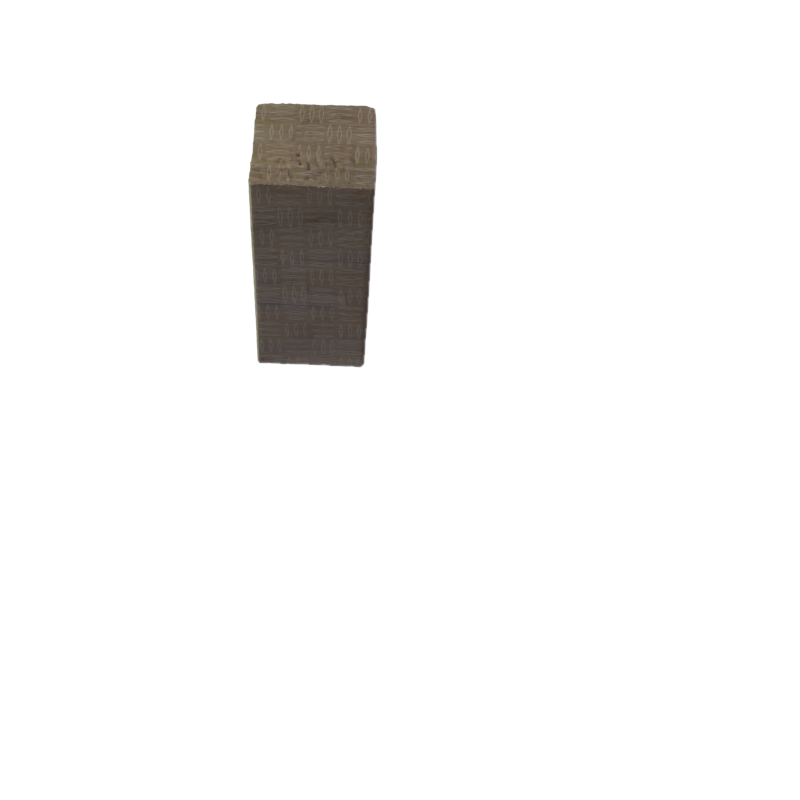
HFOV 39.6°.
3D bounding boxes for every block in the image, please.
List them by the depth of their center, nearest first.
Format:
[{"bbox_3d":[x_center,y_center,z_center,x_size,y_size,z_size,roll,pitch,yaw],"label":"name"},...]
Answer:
[{"bbox_3d":[-0.068,-0.124,0.868,0.091,0.097,0.192,2,-38,-2],"label":"block"}]
